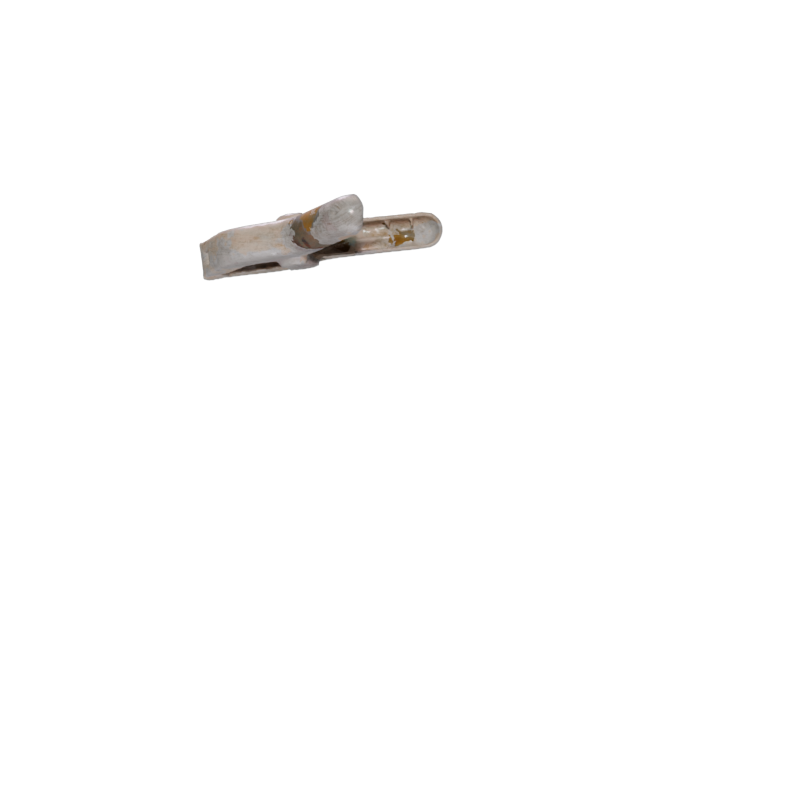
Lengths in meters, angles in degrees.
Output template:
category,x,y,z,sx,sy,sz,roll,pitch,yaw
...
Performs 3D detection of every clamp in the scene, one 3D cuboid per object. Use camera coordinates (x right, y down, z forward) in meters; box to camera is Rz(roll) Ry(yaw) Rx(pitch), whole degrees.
category,x,y,z,sx,sy,sz,roll,pitch,yaw
clamp,-0.060,-0.109,0.762,0.176,0.040,0.114,-4,-7,39
